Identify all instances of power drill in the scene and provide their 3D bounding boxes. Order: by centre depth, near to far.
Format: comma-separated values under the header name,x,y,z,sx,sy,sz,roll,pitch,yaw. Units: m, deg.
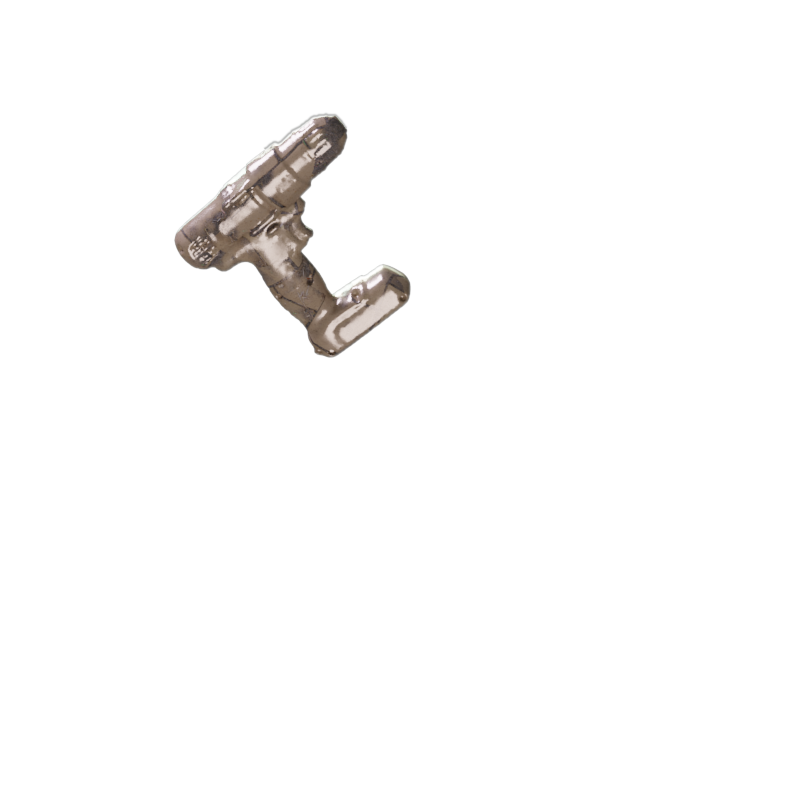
name,x,y,z,sx,sy,sz,roll,pitch,yaw
power drill,-0.077,-0.140,0.982,0.183,0.178,0.061,-37,23,18
